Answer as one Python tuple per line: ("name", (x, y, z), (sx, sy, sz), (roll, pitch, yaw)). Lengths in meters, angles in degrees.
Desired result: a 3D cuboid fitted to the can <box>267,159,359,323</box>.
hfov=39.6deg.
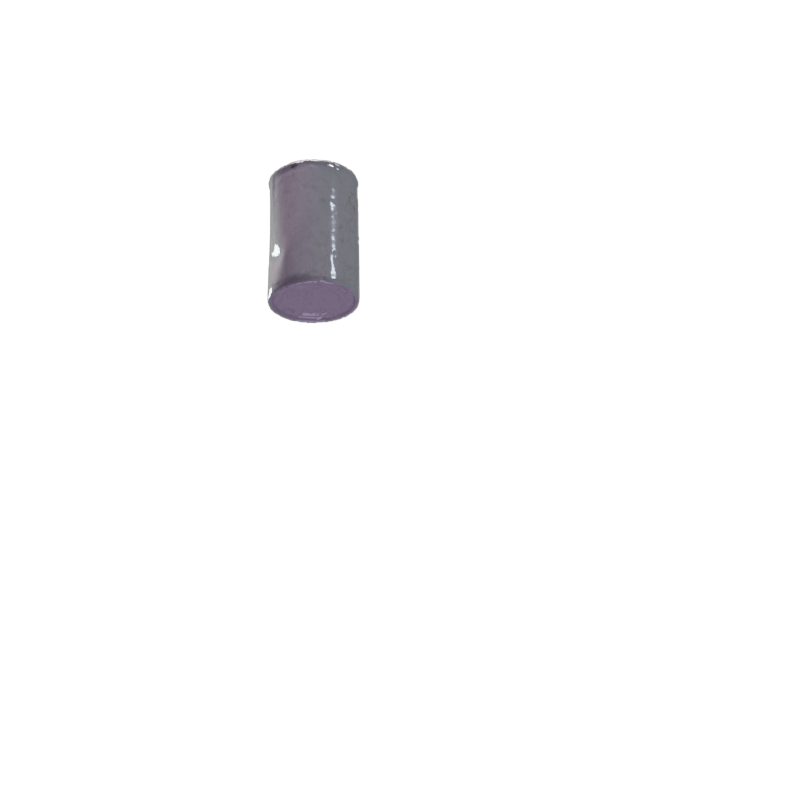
("can", (-0.064, -0.116, 0.814), (0.068, 0.108, 0.065), (0, -27, -2))
